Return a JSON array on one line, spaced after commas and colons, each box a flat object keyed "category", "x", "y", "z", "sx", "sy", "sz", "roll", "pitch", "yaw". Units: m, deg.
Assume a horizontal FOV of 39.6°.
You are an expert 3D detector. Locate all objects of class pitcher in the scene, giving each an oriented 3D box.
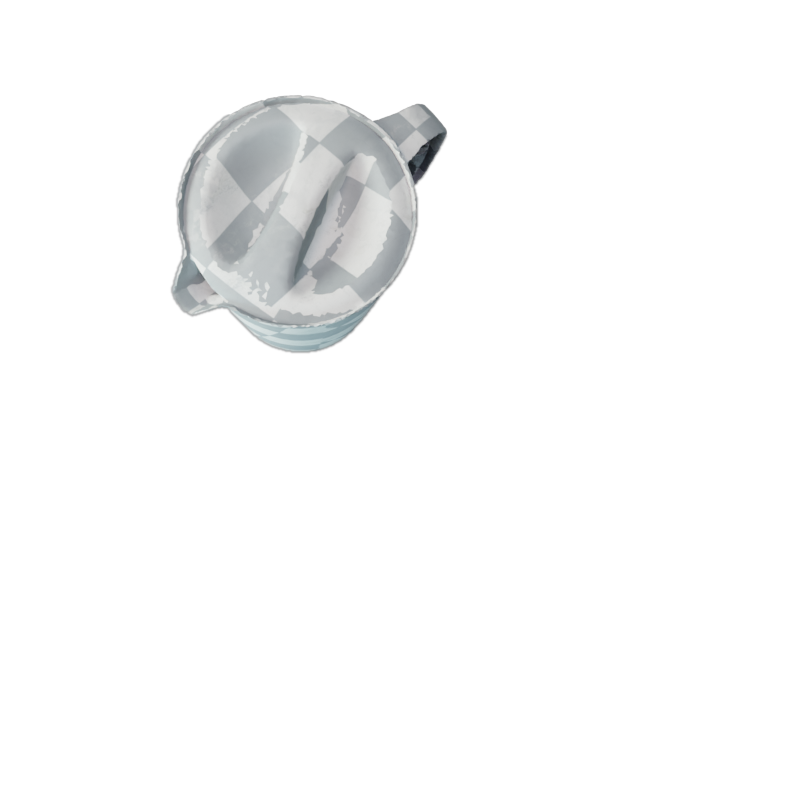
[{"category": "pitcher", "x": -0.057, "y": -0.103, "z": 0.724, "sx": 0.149, "sy": 0.148, "sz": 0.238, "roll": 6, "pitch": -6, "yaw": -3}]
